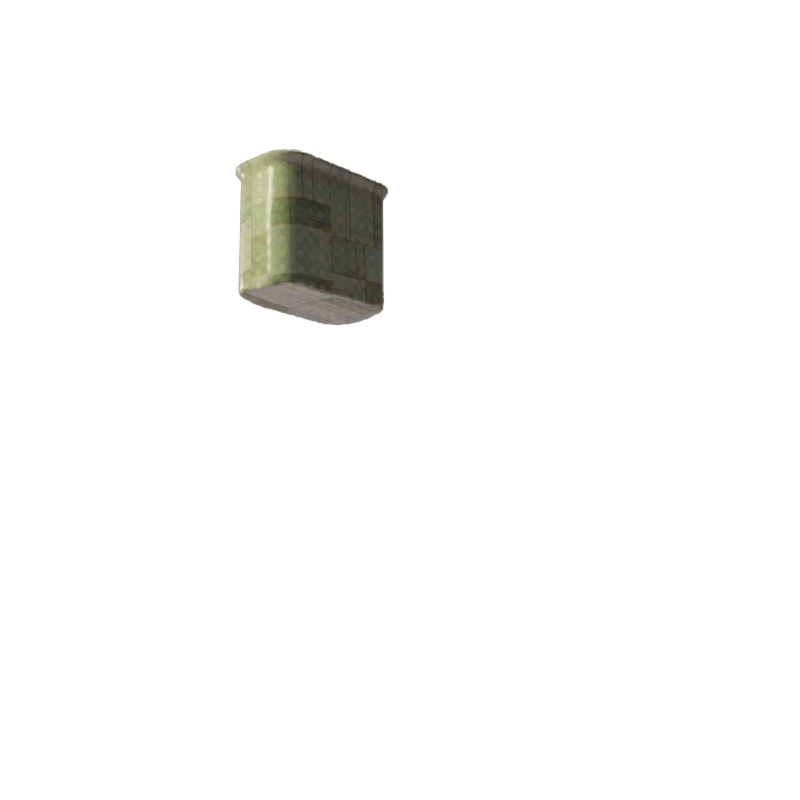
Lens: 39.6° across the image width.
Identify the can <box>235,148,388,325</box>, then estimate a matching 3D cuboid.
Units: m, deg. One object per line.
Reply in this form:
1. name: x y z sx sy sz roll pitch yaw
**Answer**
1. can: -0.054 -0.099 0.691 0.058 0.087 0.096 -16 -21 41
